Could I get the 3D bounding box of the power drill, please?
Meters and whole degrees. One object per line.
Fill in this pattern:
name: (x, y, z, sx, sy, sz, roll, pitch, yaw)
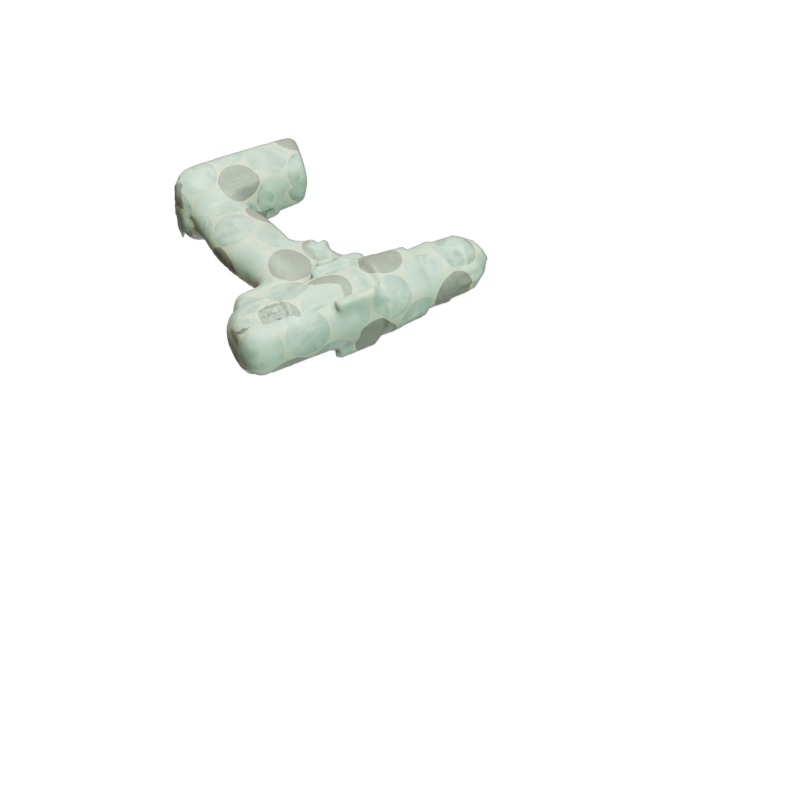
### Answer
power drill: (-0.060, -0.109, 0.763, 0.183, 0.053, 0.203, -21, 46, -22)
